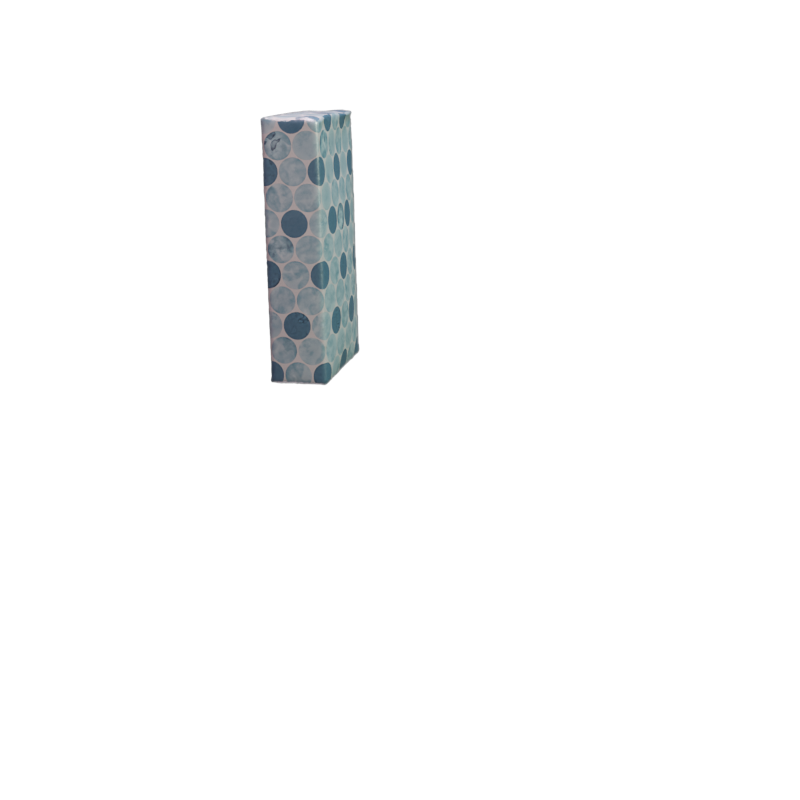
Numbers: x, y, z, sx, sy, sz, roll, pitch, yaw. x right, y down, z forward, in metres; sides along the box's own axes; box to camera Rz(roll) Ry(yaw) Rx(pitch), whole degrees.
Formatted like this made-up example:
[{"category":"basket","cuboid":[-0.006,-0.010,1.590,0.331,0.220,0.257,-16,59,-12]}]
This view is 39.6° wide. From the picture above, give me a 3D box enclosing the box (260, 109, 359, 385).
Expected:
[{"category":"box","cuboid":[-0.059,-0.108,0.757,0.049,0.172,0.094,3,12,12]}]
